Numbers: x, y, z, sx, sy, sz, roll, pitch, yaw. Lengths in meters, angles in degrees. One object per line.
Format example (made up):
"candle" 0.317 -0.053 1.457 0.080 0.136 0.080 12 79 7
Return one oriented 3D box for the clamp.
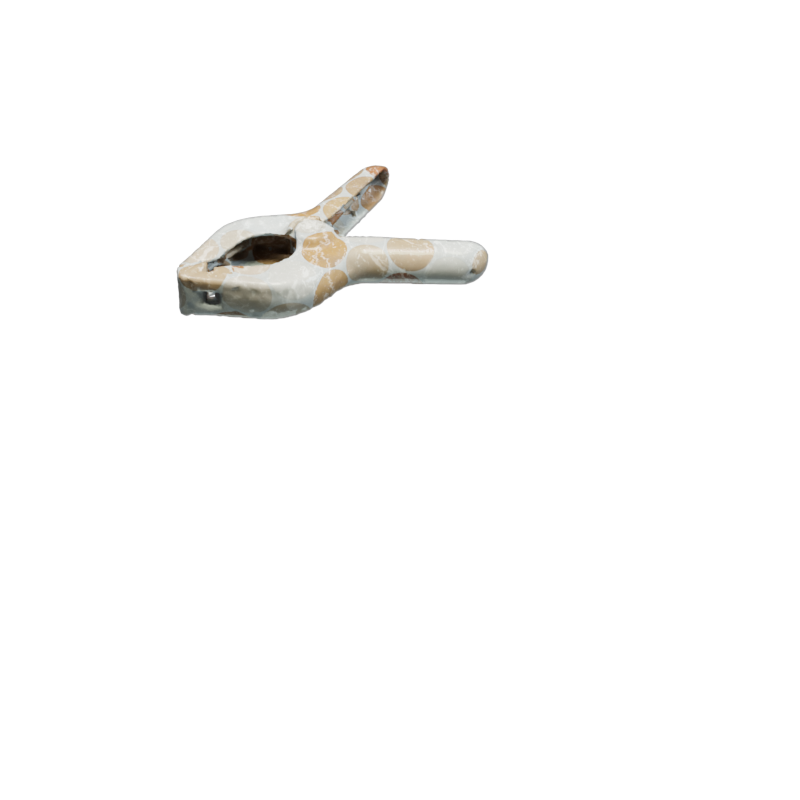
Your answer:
"clamp" -0.050 -0.091 0.637 0.169 0.037 0.129 -12 34 -18
